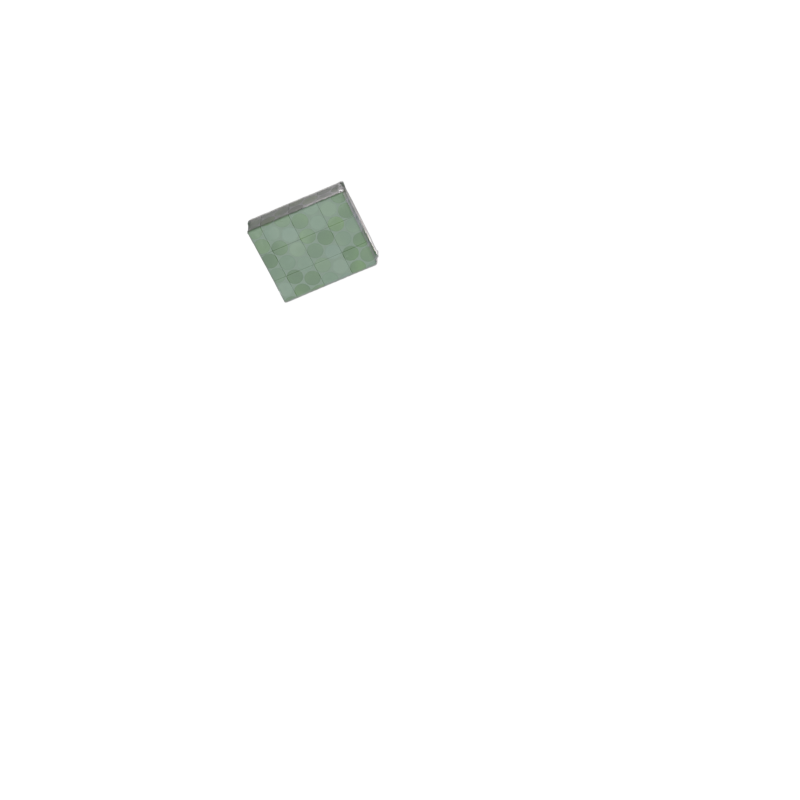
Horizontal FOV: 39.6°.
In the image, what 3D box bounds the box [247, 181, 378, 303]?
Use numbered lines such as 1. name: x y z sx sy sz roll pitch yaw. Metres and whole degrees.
1. box: -0.072 -0.132 0.925 0.089 0.069 0.032 -22 25 10
